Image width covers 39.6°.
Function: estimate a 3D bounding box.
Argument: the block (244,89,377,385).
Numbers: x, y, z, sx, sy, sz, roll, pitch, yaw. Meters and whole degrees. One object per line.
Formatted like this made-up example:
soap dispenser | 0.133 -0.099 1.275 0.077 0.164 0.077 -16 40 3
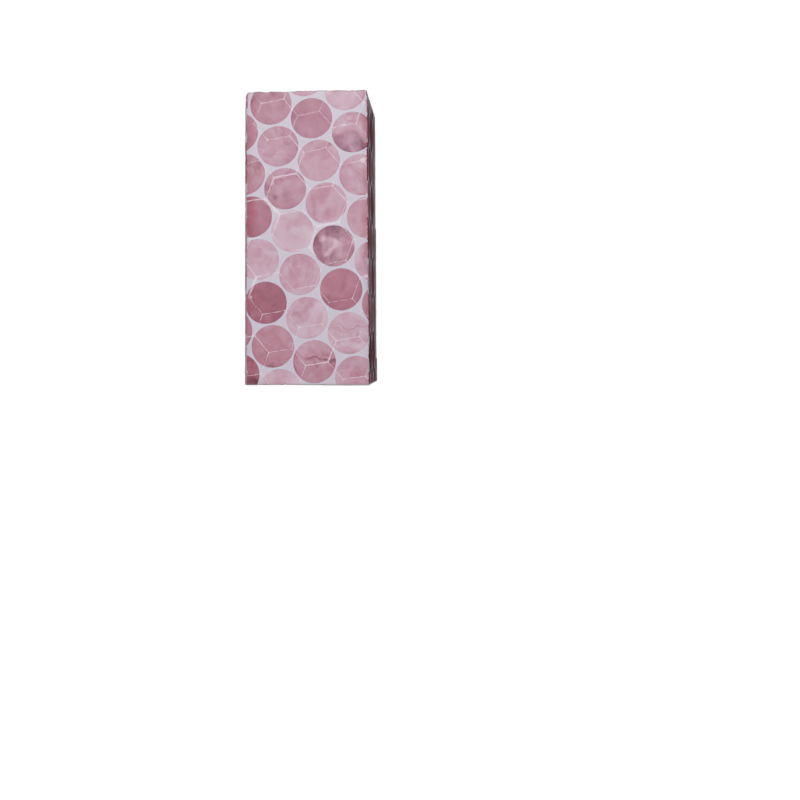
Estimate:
block | -0.064 -0.116 0.815 0.091 0.209 0.089 -1 -4 4
